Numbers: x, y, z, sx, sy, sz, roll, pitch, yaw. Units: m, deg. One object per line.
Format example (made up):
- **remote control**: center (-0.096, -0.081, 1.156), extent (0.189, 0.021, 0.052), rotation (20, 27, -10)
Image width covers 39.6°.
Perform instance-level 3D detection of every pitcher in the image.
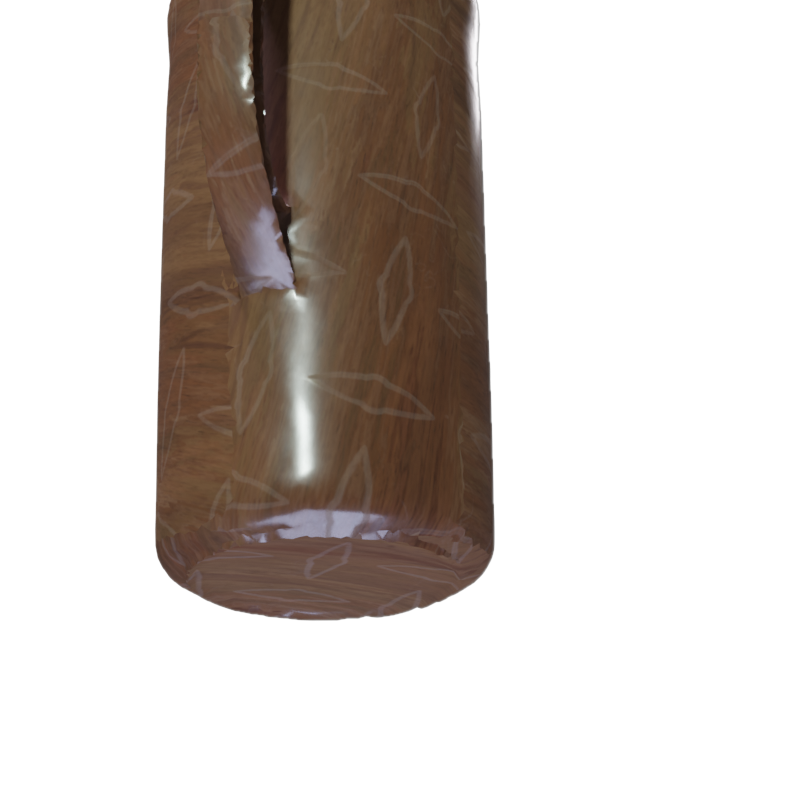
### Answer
- **pitcher**: center (-0.032, -0.058, 0.406), extent (0.143, 0.259, 0.142), rotation (15, -35, -27)
